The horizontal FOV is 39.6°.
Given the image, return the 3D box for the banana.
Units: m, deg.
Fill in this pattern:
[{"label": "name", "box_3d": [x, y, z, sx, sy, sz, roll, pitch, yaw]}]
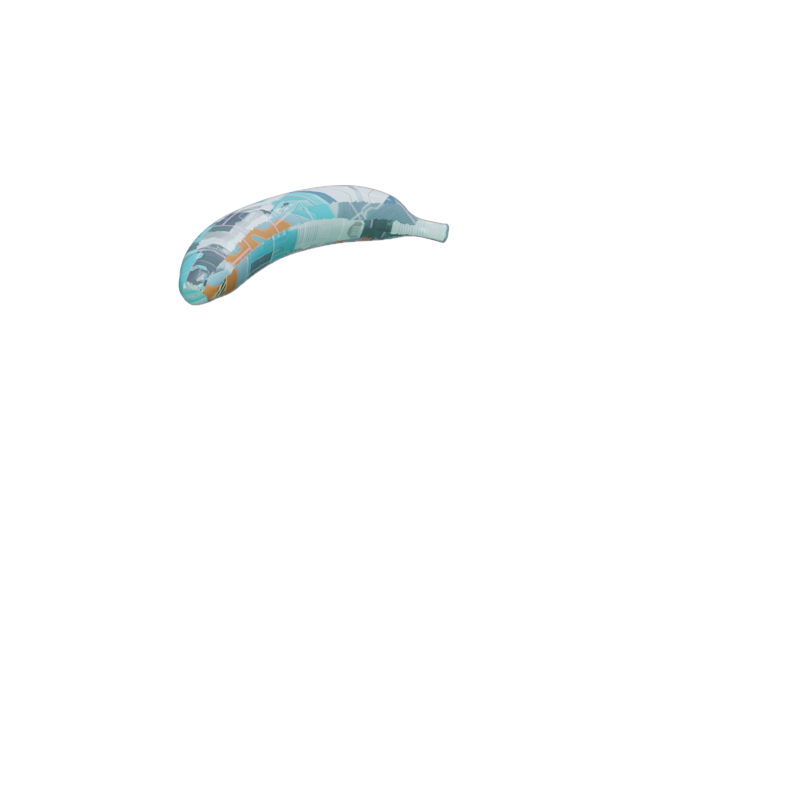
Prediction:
[{"label": "banana", "box_3d": [-0.059, -0.096, 0.638, 0.074, 0.035, 0.195, 22, 32, 40]}]
